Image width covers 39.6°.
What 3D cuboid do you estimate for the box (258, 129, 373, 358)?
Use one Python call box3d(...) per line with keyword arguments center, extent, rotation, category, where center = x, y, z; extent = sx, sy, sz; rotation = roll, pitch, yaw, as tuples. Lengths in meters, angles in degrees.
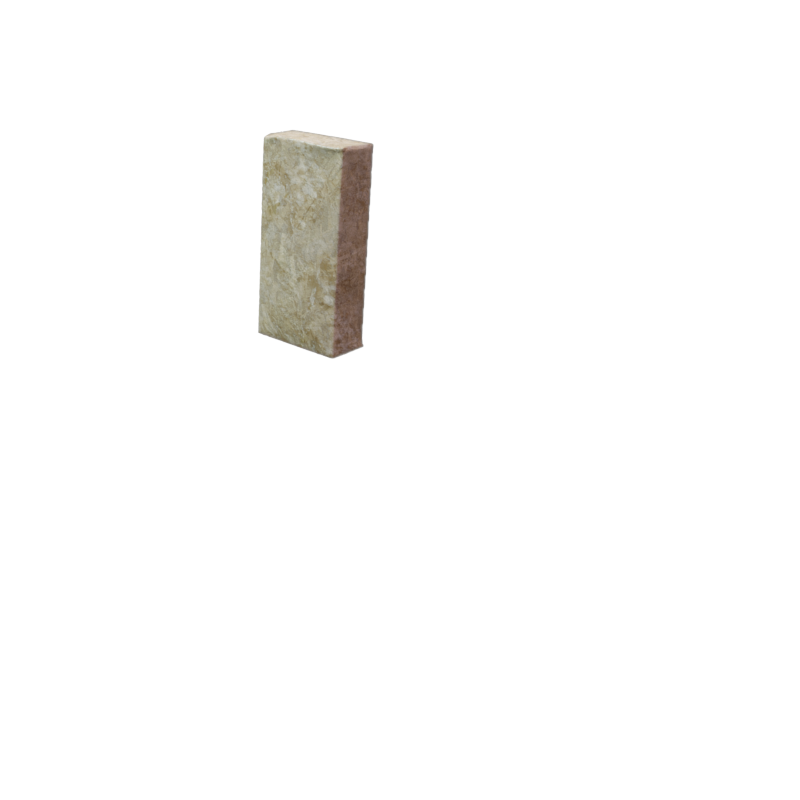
box3d(center=(-0.073, -0.132, 0.927), extent=(0.099, 0.170, 0.047), rotation=(16, 21, 39), category="box")
